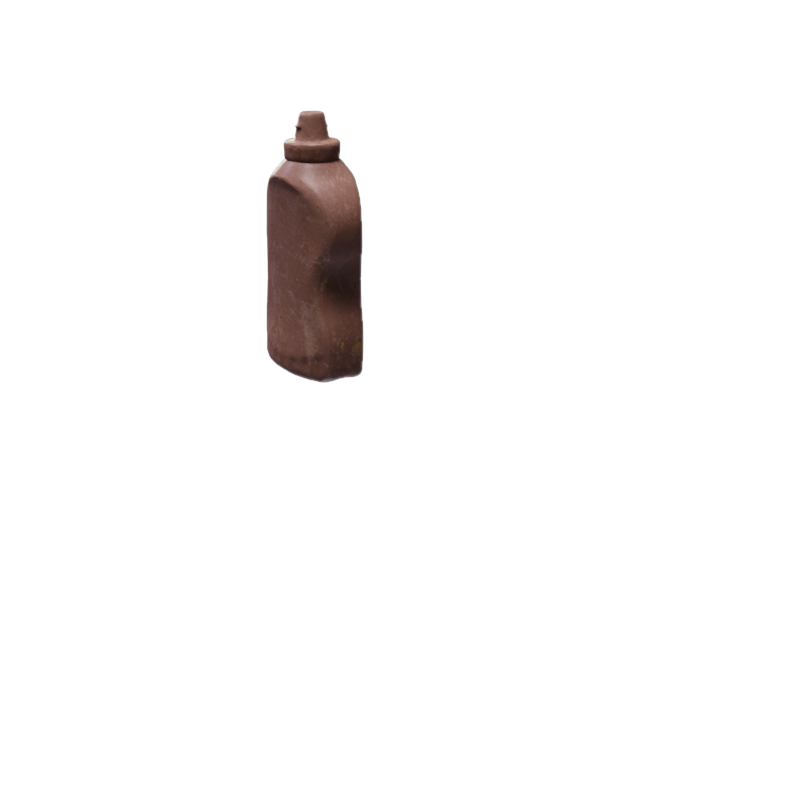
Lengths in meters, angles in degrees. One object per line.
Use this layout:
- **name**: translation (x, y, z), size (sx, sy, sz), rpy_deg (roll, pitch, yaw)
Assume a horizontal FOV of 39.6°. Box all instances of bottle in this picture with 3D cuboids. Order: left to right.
- **bottle**: translation (-0.064, -0.117, 0.817), size (0.057, 0.185, 0.102), rpy_deg (-7, 18, -29)
